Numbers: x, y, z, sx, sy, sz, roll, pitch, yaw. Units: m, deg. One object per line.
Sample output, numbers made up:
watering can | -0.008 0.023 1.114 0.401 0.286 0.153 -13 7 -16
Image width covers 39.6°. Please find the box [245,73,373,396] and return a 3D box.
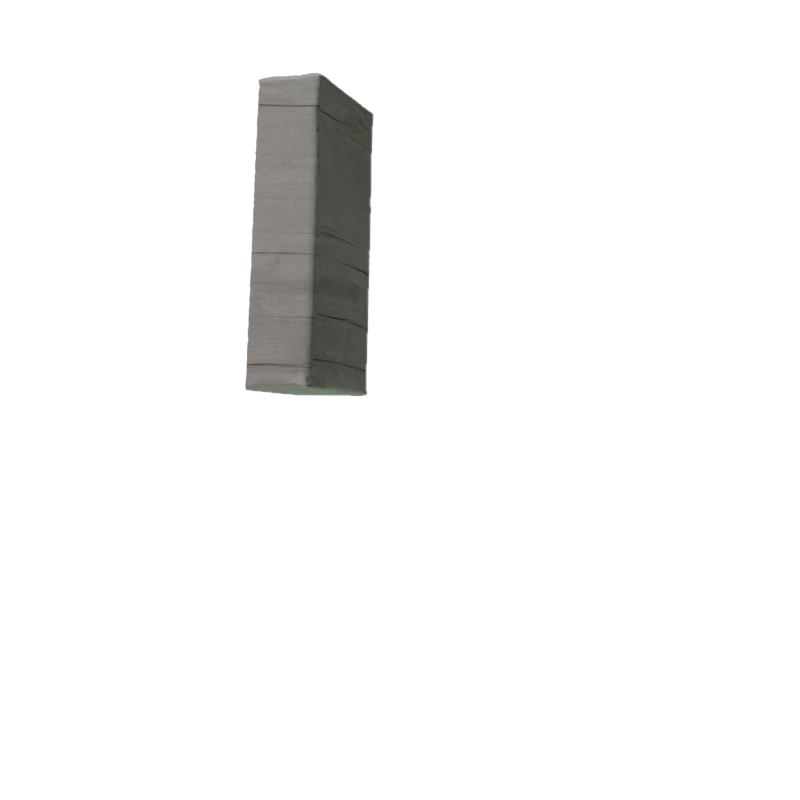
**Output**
box | -0.051 -0.092 0.647 0.049 0.180 0.089 -4 -9 19
